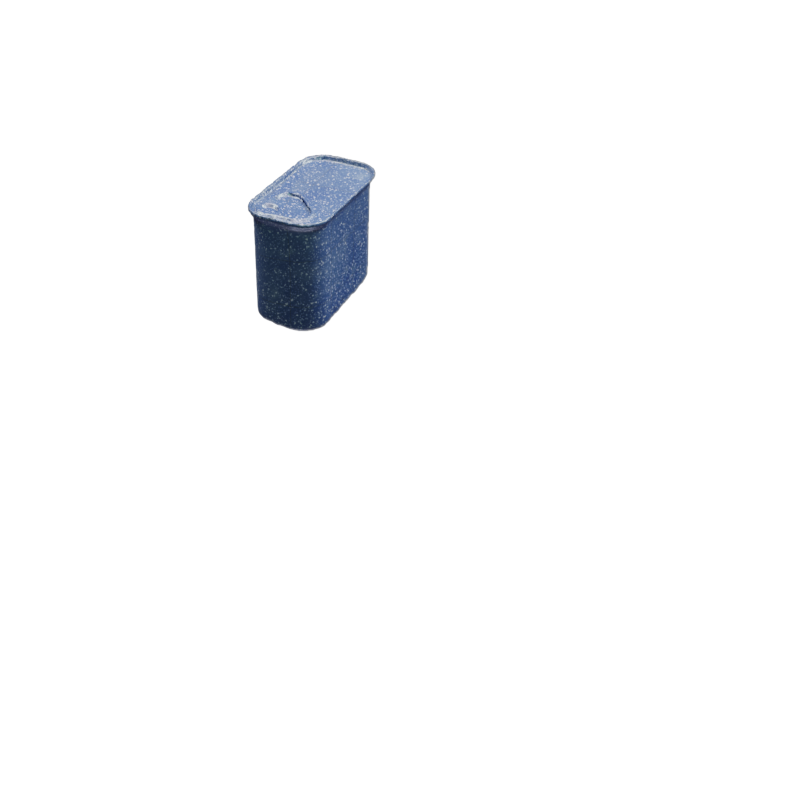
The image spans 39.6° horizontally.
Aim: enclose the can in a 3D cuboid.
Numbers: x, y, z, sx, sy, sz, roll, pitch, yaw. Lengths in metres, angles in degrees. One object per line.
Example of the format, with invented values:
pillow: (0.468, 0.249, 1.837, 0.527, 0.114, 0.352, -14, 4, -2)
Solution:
can: (-0.059, -0.108, 0.757, 0.060, 0.079, 0.105, 15, 36, 19)
